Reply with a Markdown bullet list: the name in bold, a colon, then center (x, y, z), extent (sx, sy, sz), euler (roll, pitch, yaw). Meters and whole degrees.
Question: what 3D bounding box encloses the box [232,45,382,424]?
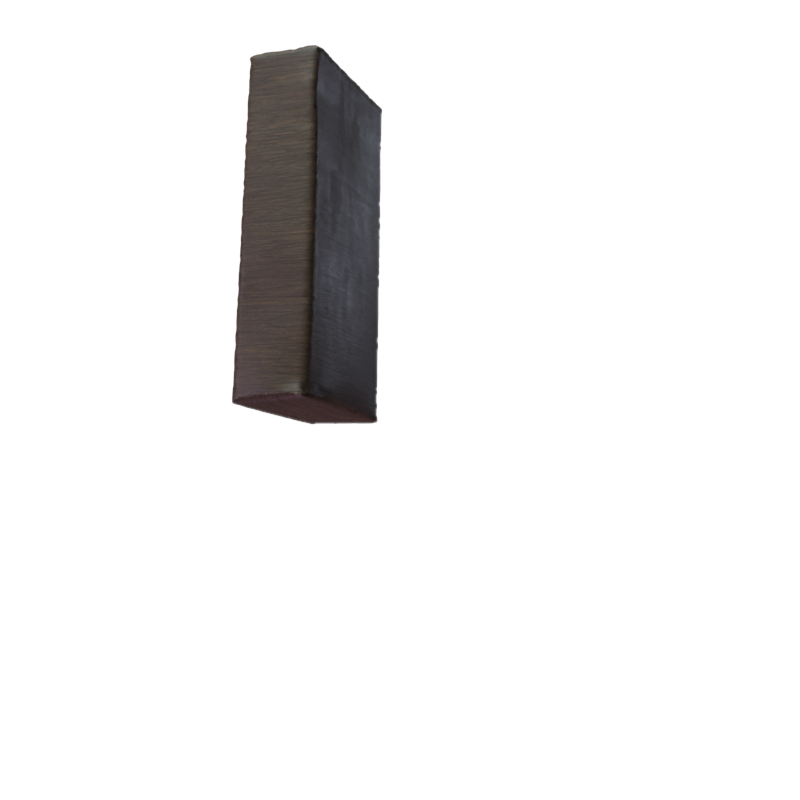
- **box**: center (-0.045, -0.081, 0.567), extent (0.049, 0.183, 0.088), euler (-7, -16, 20)
